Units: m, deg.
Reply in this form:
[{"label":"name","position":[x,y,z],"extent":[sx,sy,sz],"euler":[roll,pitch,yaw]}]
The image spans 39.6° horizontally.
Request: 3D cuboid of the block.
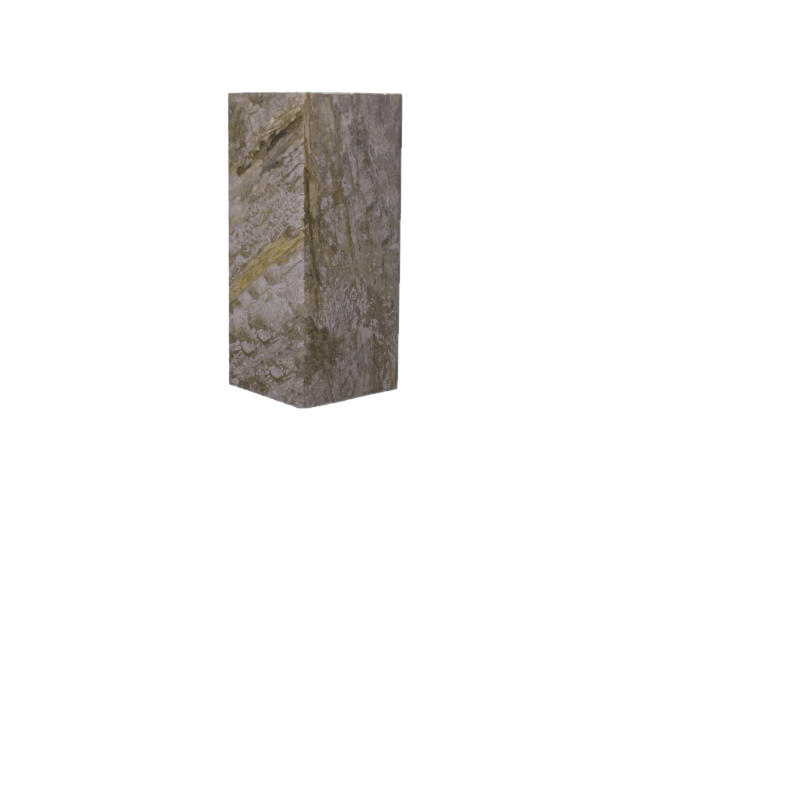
[{"label":"block","position":[-0.060,-0.110,0.771],"extent":[0.087,0.203,0.095],"euler":[-6,11,-40]}]
